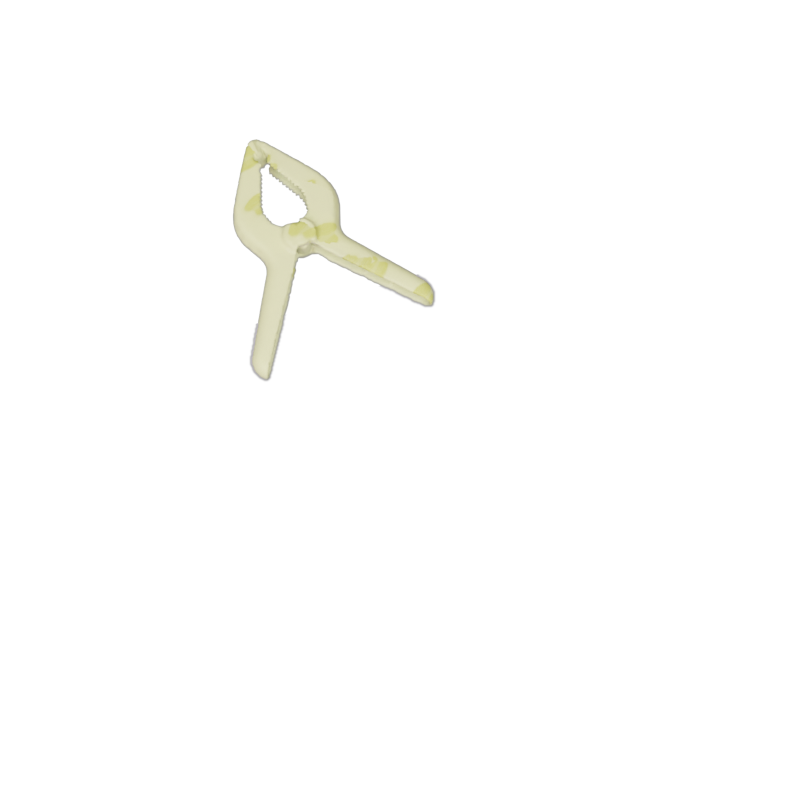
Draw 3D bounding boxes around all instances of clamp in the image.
[{"bbox_3d":[-0.075,-0.137,0.958,0.164,0.222,0.035,-17,-21,-7],"label":"clamp"}]
